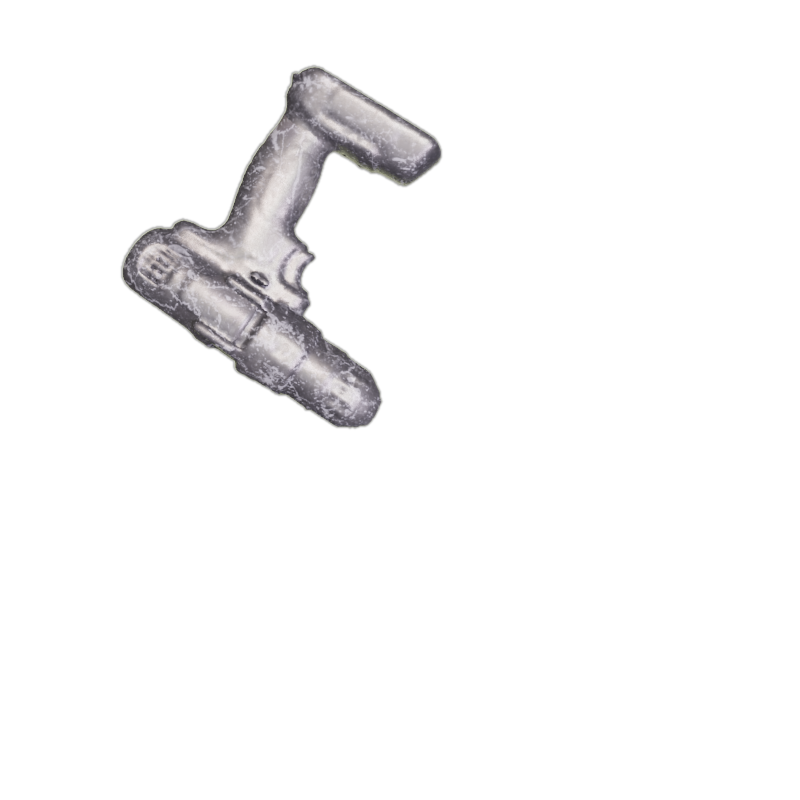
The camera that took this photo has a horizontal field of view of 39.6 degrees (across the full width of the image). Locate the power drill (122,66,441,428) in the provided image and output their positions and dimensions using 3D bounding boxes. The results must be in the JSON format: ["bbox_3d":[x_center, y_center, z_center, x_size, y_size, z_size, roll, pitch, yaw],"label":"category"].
[{"bbox_3d":[-0.055,-0.100,0.698,0.187,0.189,0.056,33,-7,5],"label":"power drill"}]
